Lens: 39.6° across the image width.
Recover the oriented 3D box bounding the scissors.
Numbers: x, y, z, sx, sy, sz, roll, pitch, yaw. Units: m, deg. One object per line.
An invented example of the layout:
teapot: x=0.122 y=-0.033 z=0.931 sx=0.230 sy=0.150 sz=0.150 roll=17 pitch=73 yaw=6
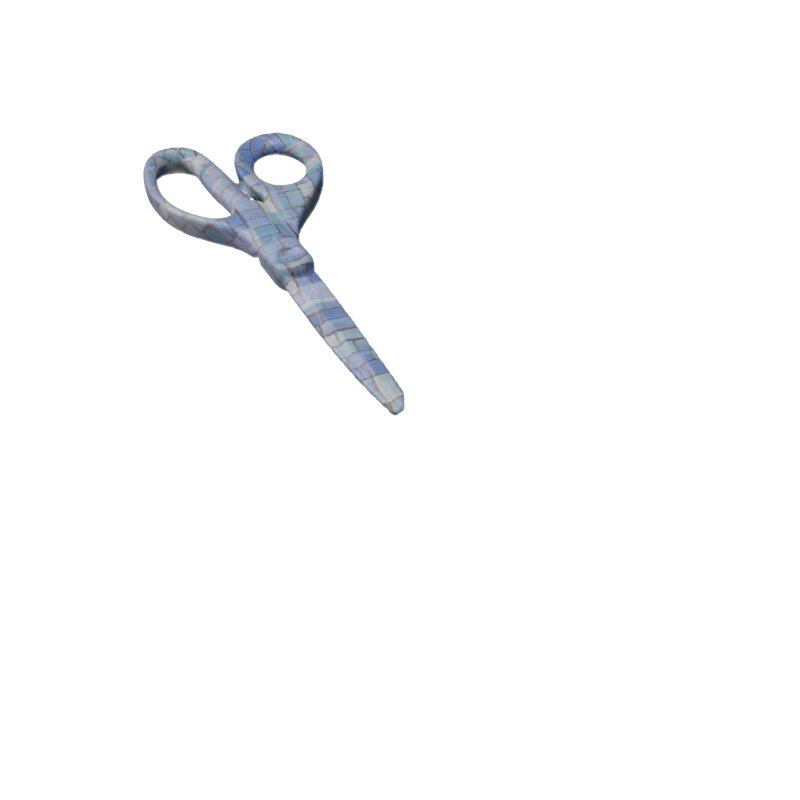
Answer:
scissors: x=-0.040 y=-0.072 z=0.507 sx=0.096 sy=0.015 sz=0.216 roll=-32 pitch=52 yaw=-30
